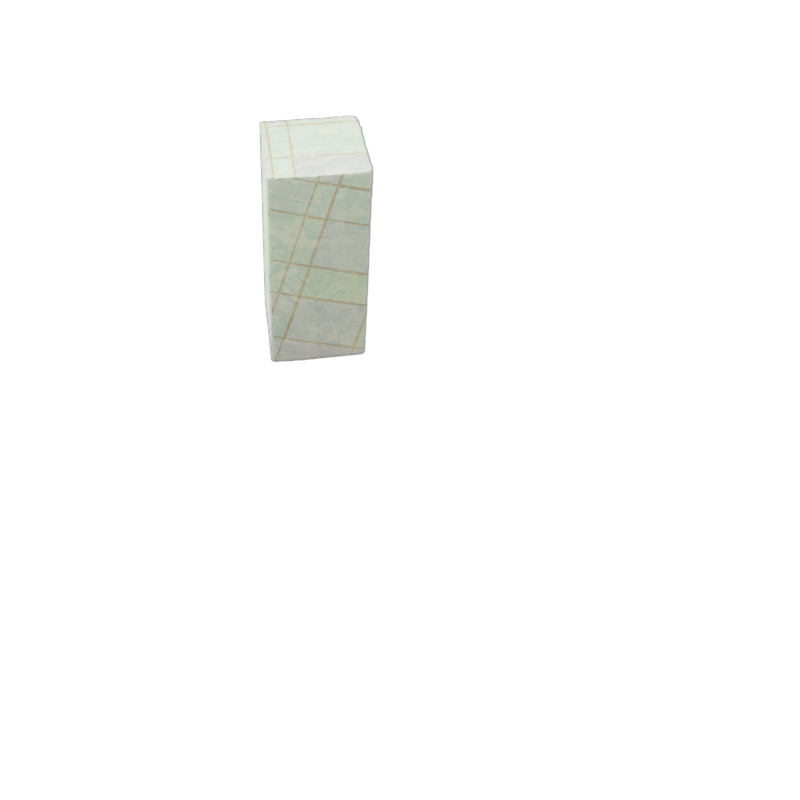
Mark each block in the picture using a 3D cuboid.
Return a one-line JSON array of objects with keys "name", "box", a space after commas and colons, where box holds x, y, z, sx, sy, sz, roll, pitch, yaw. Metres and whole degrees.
[{"name": "block", "box": [-0.077, -0.142, 0.997, 0.089, 0.192, 0.098, -4, 41, -8]}]
